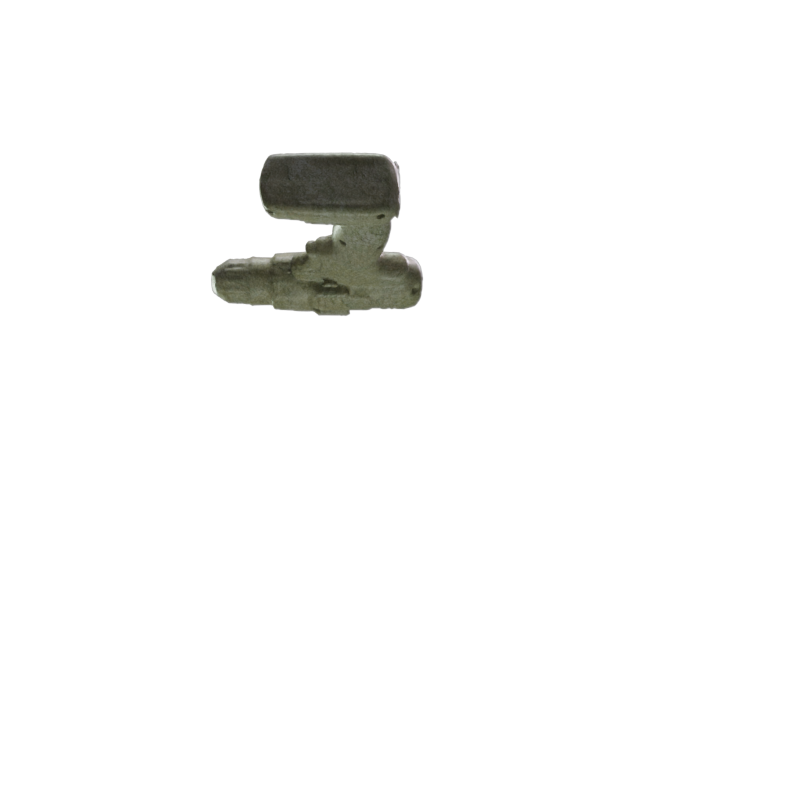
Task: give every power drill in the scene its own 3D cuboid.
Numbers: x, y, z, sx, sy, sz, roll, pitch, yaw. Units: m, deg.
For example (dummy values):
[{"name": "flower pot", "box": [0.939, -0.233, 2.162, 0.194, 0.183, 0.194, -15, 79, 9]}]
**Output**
[{"name": "power drill", "box": [-0.071, -0.130, 0.907, 0.185, 0.061, 0.177, 0, -23, 0]}]
